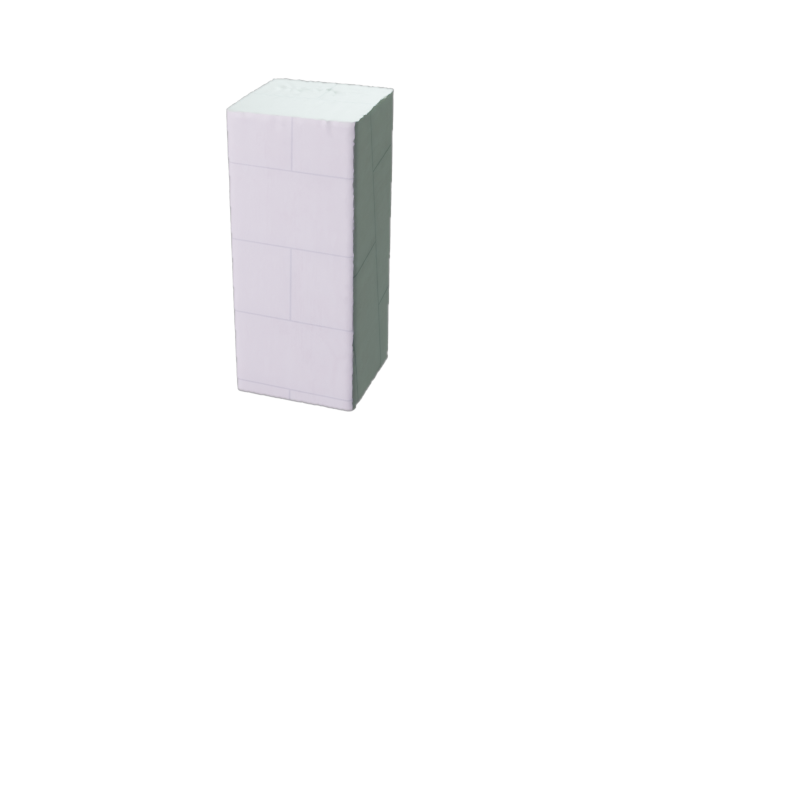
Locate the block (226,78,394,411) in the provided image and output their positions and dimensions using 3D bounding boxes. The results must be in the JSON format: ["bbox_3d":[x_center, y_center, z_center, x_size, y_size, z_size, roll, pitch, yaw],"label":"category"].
[{"bbox_3d":[-0.061,-0.110,0.768,0.093,0.196,0.092,9,26,16],"label":"block"}]
